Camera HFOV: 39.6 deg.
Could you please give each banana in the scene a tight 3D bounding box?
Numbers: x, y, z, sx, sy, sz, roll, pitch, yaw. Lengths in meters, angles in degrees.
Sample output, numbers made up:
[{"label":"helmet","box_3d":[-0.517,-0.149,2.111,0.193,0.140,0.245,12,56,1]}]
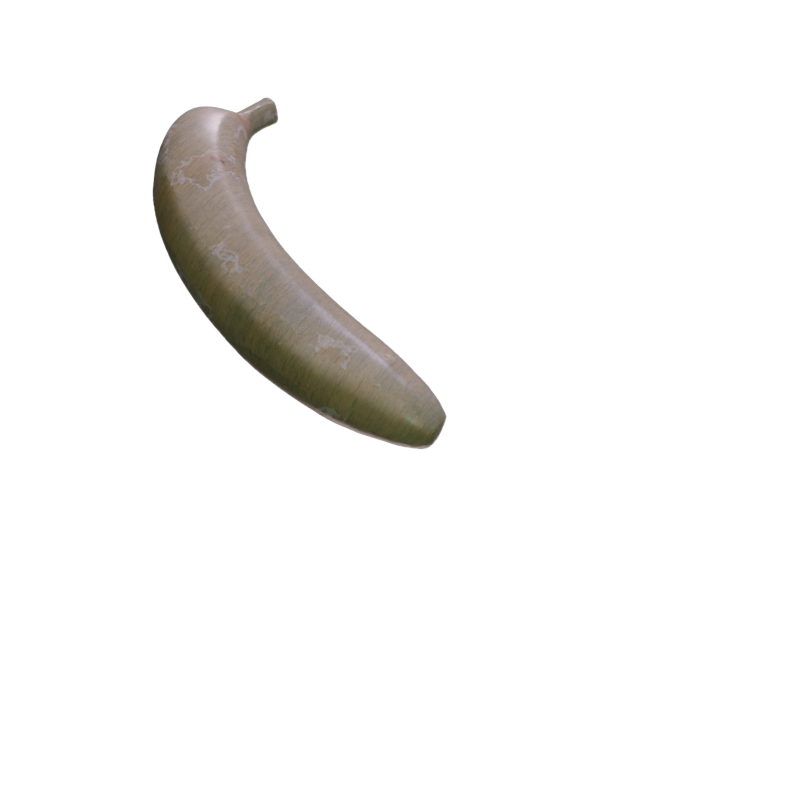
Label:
[{"label":"banana","box_3d":[-0.051,-0.057,0.413,0.069,0.214,0.034,-15,-40,-14]}]
